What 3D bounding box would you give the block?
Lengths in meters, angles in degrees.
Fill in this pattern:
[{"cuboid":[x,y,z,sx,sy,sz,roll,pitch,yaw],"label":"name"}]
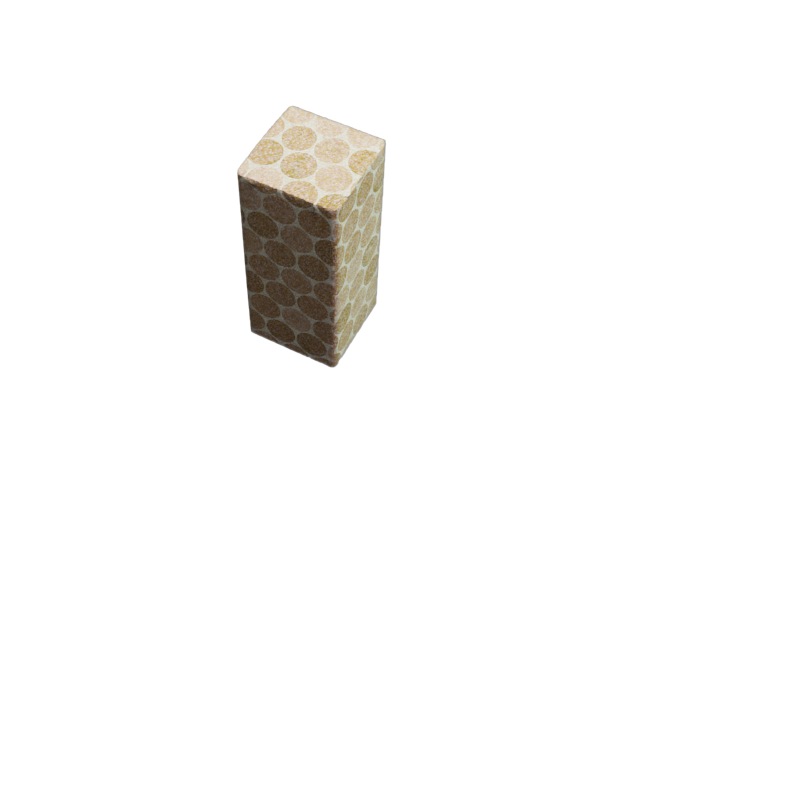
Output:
[{"cuboid":[-0.074,-0.133,0.937,0.094,0.093,0.192,24,-34,13],"label":"block"}]
